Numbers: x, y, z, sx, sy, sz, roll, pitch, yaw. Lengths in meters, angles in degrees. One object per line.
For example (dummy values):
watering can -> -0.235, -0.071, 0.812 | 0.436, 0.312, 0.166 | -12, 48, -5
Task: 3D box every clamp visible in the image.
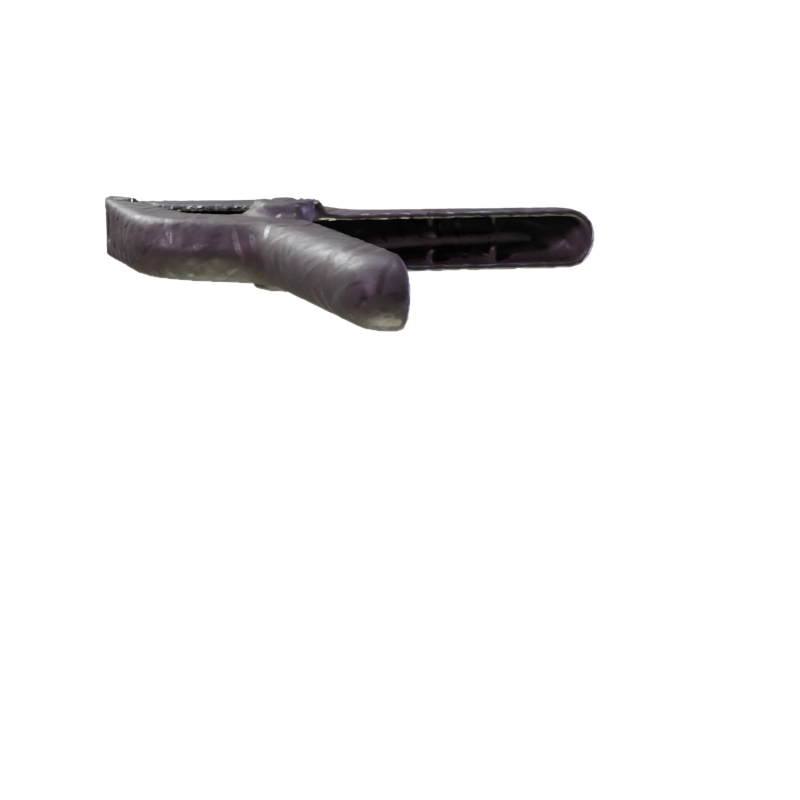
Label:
clamp -> -0.036, -0.066, 0.460 | 0.220, 0.035, 0.161 | 12, 19, 38
